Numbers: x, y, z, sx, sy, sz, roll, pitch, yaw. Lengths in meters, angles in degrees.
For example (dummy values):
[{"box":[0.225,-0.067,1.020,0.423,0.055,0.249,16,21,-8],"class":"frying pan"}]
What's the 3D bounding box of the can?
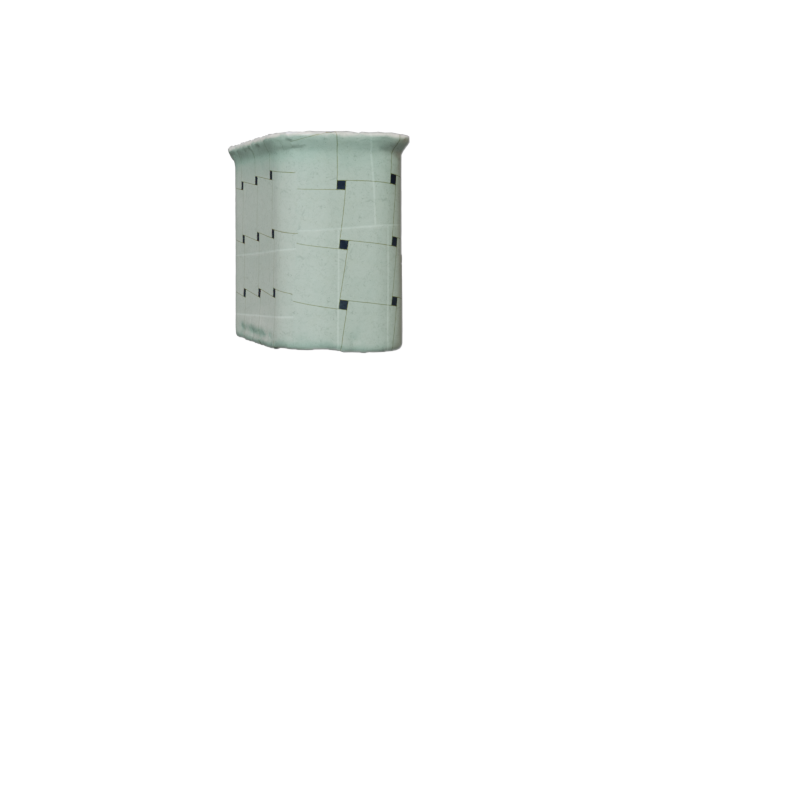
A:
[{"box":[-0.036,-0.066,0.461,0.056,0.083,0.105,-1,5,-21],"class":"can"}]
